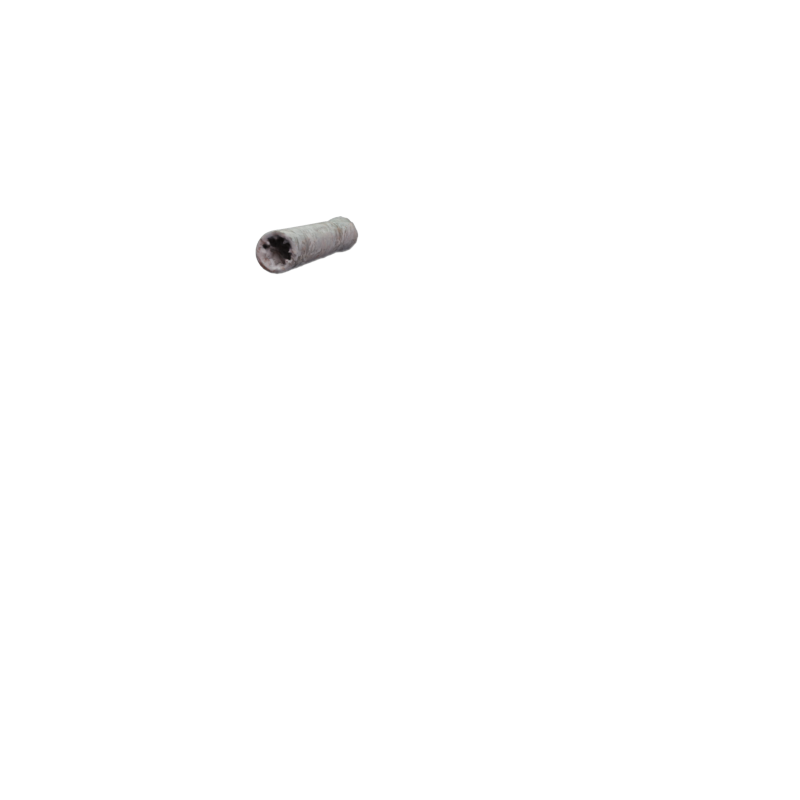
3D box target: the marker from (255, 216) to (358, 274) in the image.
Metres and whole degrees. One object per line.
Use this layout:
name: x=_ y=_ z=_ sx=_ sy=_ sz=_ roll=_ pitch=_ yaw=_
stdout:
marker: x=-0.041 y=-0.075 z=0.528 sx=0.020 sy=0.019 sz=0.121 roll=1 pitch=12 yaw=11
